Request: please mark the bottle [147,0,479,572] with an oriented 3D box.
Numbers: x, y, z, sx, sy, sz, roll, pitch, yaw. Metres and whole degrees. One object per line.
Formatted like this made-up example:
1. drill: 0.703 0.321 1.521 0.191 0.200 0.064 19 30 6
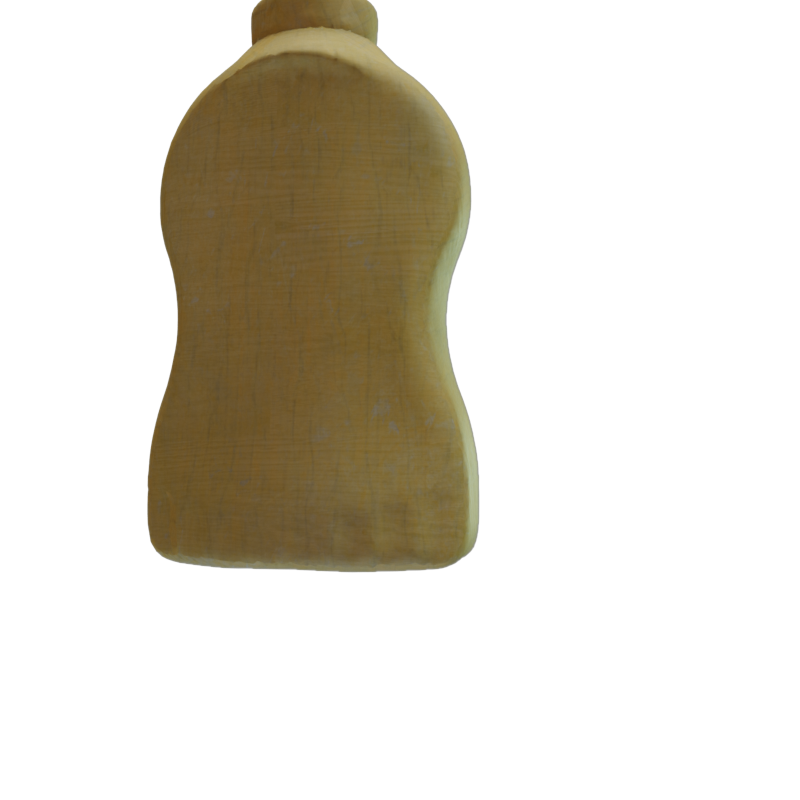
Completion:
1. bottle: -0.027 -0.049 0.343 0.098 0.196 0.056 -3 -10 15
